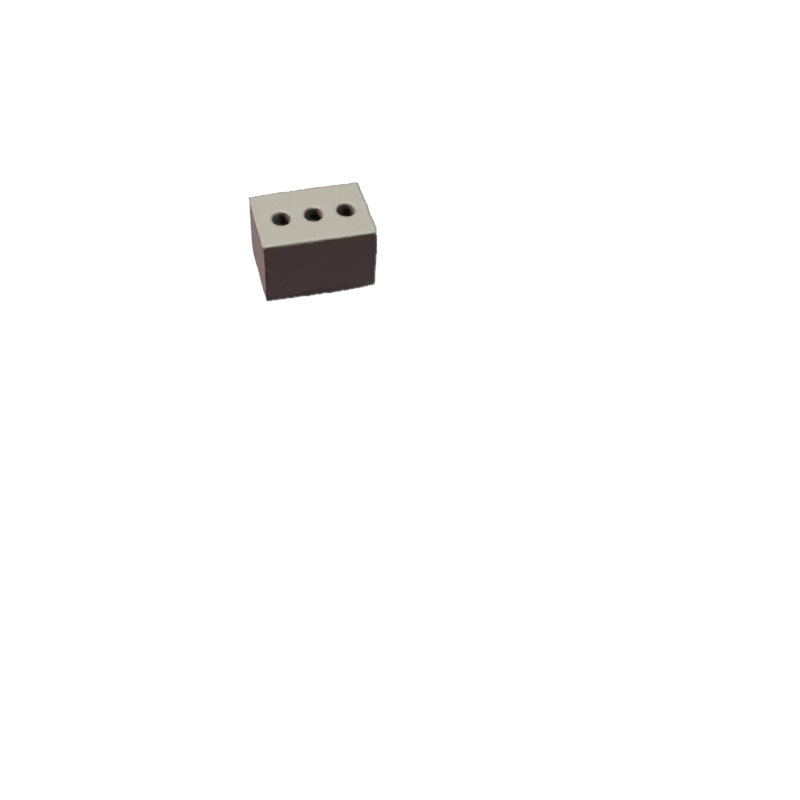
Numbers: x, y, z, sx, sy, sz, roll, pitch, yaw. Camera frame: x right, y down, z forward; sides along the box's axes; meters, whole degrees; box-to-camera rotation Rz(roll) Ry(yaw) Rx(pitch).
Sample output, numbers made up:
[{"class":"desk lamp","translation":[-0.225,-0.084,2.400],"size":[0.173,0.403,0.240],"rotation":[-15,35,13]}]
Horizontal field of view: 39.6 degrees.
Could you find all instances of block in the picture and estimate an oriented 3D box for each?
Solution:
[{"class":"block","translation":[-0.058,-0.106,0.744],"size":[0.077,0.057,0.048],"rotation":[-10,-43,-10]}]
